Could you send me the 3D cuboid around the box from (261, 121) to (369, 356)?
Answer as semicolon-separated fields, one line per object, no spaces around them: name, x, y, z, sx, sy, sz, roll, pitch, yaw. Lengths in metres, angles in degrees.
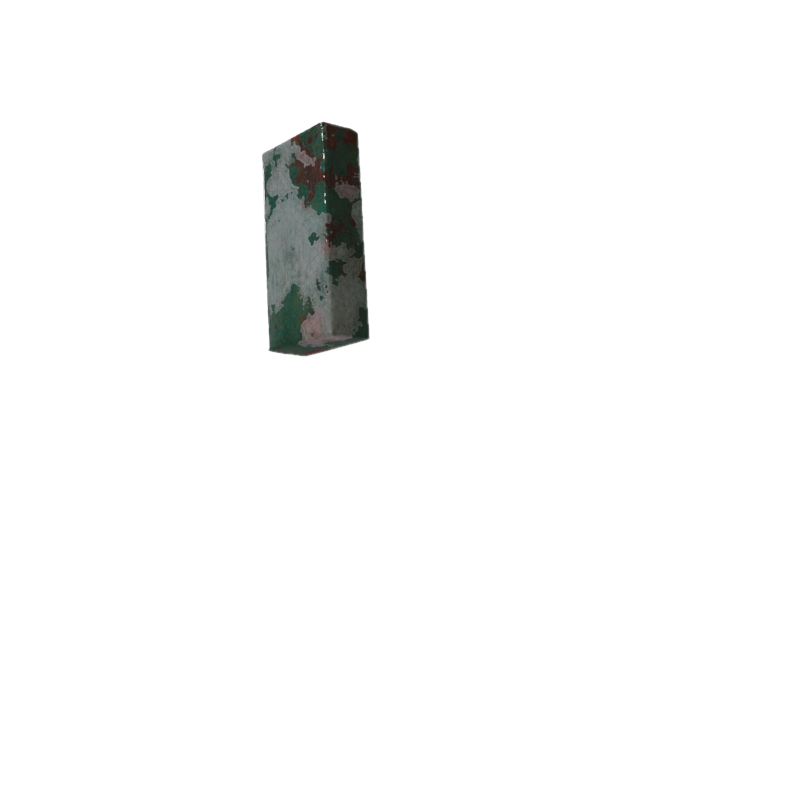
box;-0.071;-0.130;0.913;0.046;0.183;0.095;11;-18;-37
